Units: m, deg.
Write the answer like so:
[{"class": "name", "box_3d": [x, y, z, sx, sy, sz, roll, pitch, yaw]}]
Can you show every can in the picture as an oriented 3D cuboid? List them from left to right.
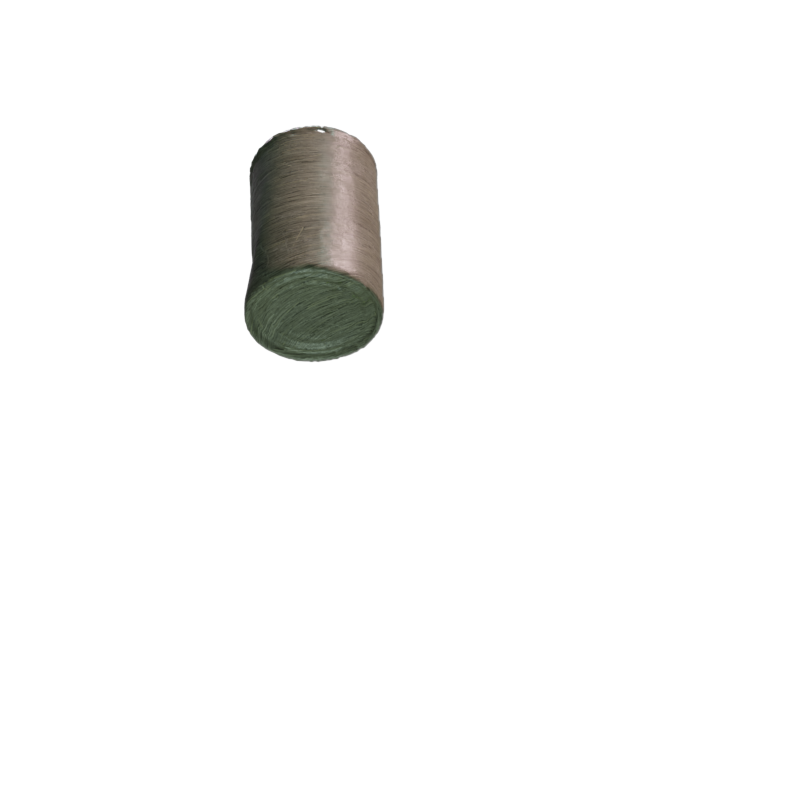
[{"class": "can", "box_3d": [-0.043, -0.079, 0.552, 0.068, 0.110, 0.064, -1, -41, -3]}]
